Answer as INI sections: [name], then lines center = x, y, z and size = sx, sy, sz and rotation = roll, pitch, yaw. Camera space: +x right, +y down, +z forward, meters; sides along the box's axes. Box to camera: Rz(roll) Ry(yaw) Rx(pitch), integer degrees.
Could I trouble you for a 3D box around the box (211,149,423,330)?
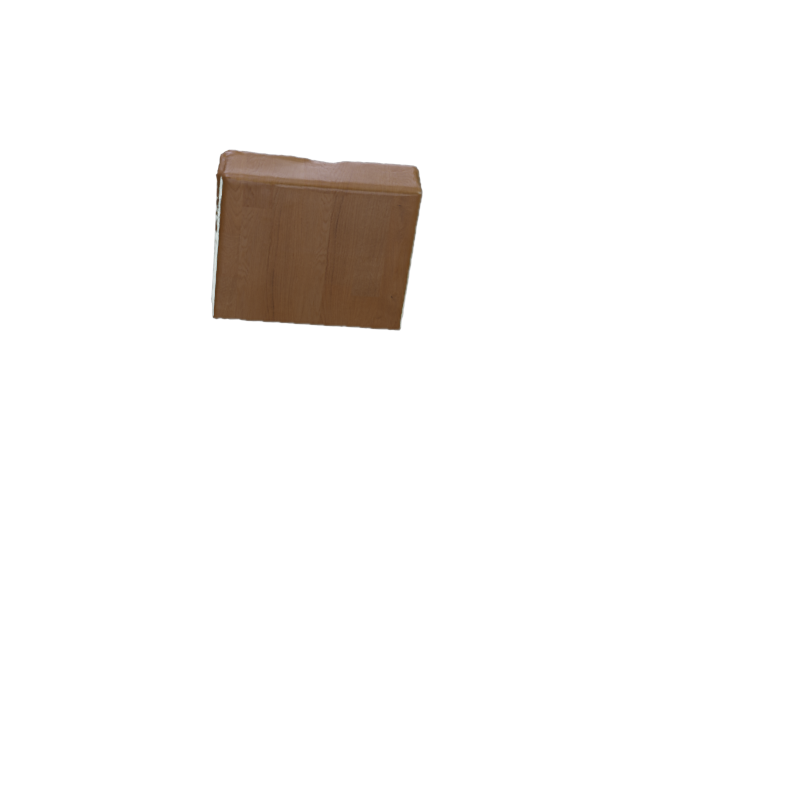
[box]
center = -0.039, -0.071, 0.498
size = 0.089, 0.069, 0.032
rotation = 5, 32, -3
